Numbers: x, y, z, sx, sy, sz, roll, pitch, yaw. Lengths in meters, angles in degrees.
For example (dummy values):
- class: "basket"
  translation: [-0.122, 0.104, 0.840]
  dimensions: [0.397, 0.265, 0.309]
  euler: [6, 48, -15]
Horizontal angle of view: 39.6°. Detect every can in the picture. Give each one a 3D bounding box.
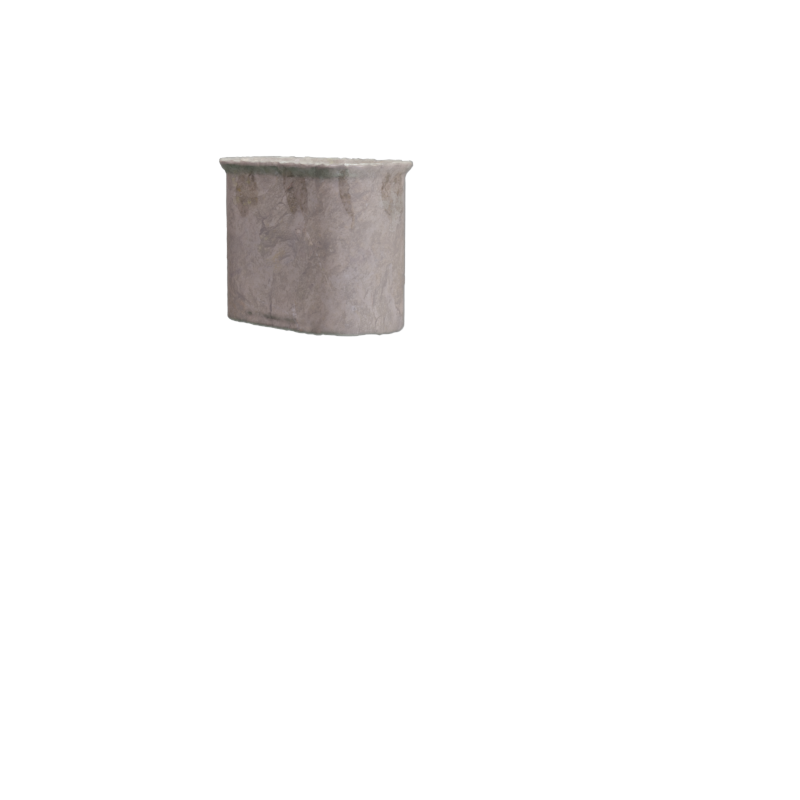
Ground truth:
- class: "can"
  translation: [-0.044, -0.080, 0.560]
  dimensions: [0.107, 0.082, 0.056]
  euler: [10, 13, 41]
